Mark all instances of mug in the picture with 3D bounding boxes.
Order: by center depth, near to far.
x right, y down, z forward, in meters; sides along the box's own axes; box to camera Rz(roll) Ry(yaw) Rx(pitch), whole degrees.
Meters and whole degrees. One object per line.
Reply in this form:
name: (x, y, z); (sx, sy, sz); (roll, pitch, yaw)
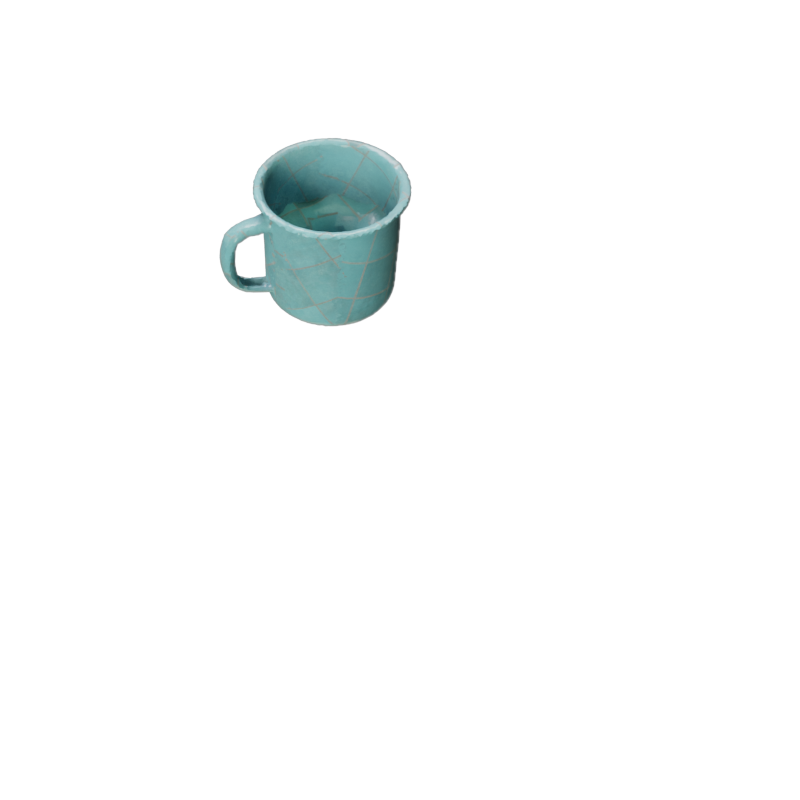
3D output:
mug: (-0.053, -0.096, 0.671); (0.116, 0.076, 0.101); (-19, 50, -19)
